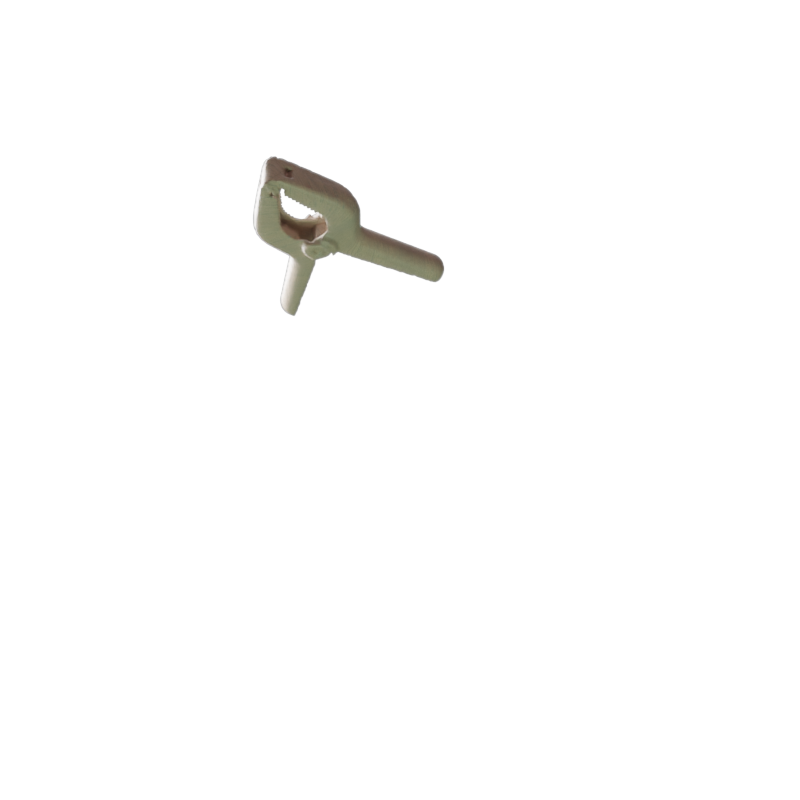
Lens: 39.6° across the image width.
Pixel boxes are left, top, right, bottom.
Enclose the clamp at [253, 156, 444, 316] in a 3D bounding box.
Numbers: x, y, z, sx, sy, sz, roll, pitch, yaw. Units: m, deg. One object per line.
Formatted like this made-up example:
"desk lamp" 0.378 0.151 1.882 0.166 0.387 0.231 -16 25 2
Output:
"clamp" -0.078 -0.142 0.992 0.166 0.039 0.194 -17 -34 26
